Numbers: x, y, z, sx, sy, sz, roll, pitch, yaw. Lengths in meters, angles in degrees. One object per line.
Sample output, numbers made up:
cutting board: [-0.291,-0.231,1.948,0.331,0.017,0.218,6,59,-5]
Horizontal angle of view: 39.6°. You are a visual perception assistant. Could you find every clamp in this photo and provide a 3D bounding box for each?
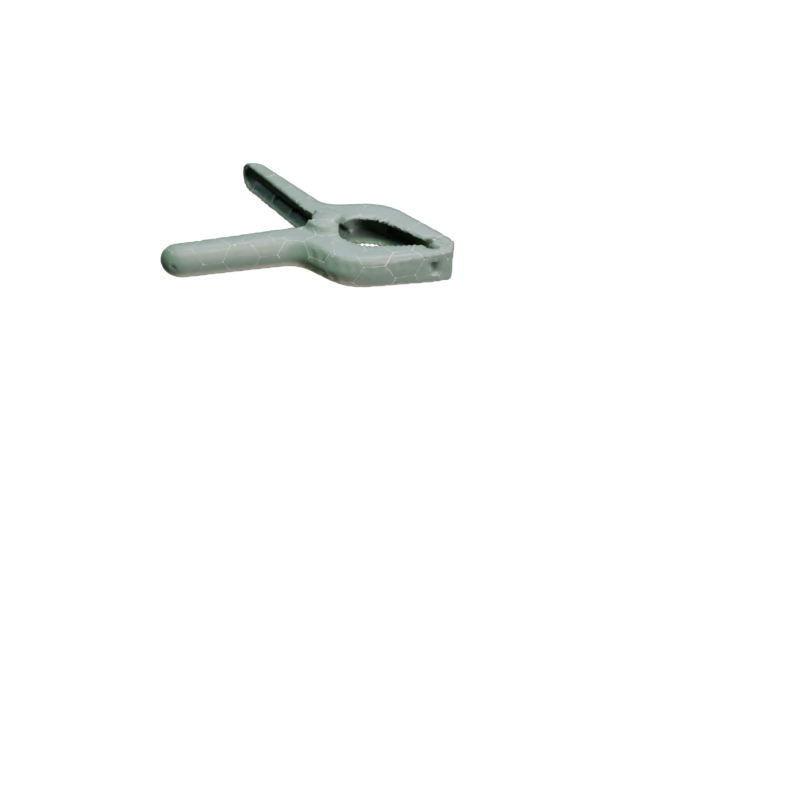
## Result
clamp: [-0.066,-0.120,0.843,0.218,0.034,0.169,16,40,20]
